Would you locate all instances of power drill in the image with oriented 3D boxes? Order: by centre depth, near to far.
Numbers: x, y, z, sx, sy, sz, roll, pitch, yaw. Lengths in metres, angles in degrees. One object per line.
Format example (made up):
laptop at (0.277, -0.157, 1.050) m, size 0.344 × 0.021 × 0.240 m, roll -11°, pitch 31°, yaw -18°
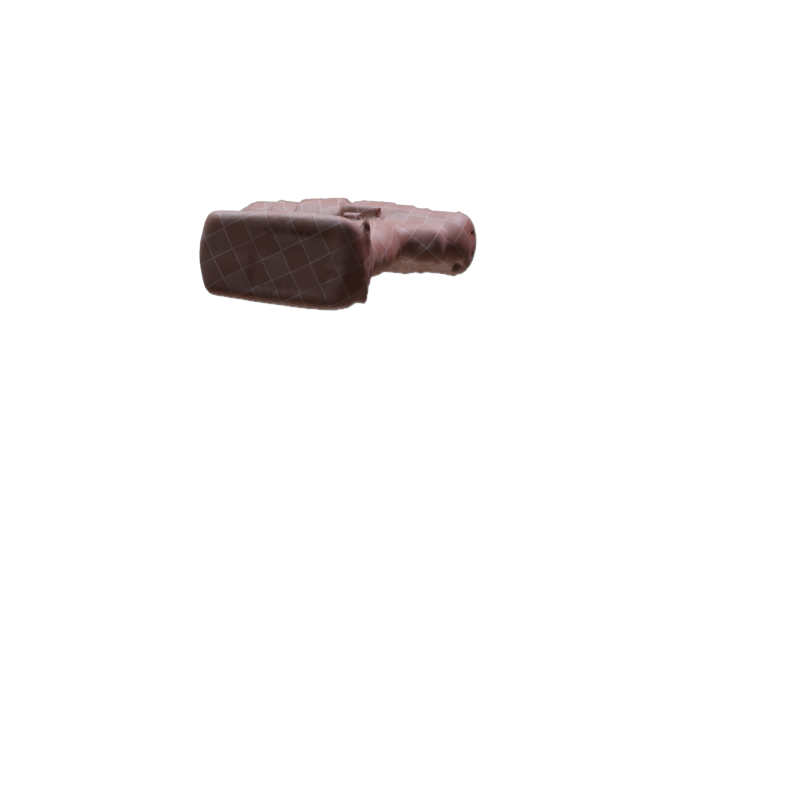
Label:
power drill at (-0.058, -0.106, 0.742) m, size 0.190 × 0.056 × 0.187 m, roll 5°, pitch 15°, yaw 20°
